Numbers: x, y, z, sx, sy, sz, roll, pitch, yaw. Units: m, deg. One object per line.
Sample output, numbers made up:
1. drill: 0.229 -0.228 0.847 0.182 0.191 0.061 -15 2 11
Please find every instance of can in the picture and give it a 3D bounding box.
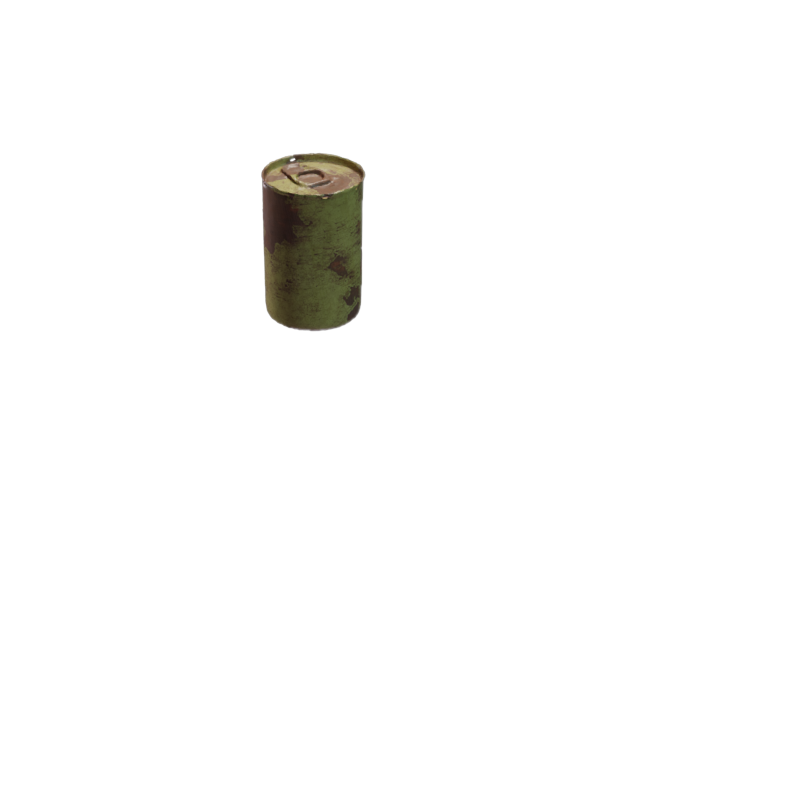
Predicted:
1. can: -0.058 -0.106 0.745 0.068 0.096 0.073 0 31 -3
